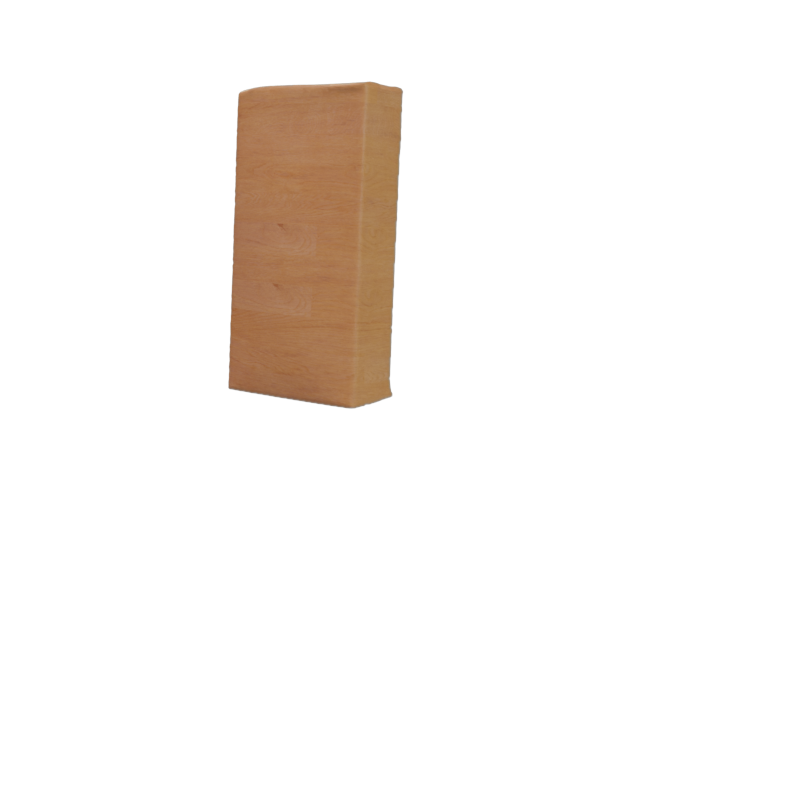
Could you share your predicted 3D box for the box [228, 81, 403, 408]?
[{"bbox_3d":[-0.050,-0.090,0.630,0.097,0.175,0.046,4,5,35],"label":"box"}]
